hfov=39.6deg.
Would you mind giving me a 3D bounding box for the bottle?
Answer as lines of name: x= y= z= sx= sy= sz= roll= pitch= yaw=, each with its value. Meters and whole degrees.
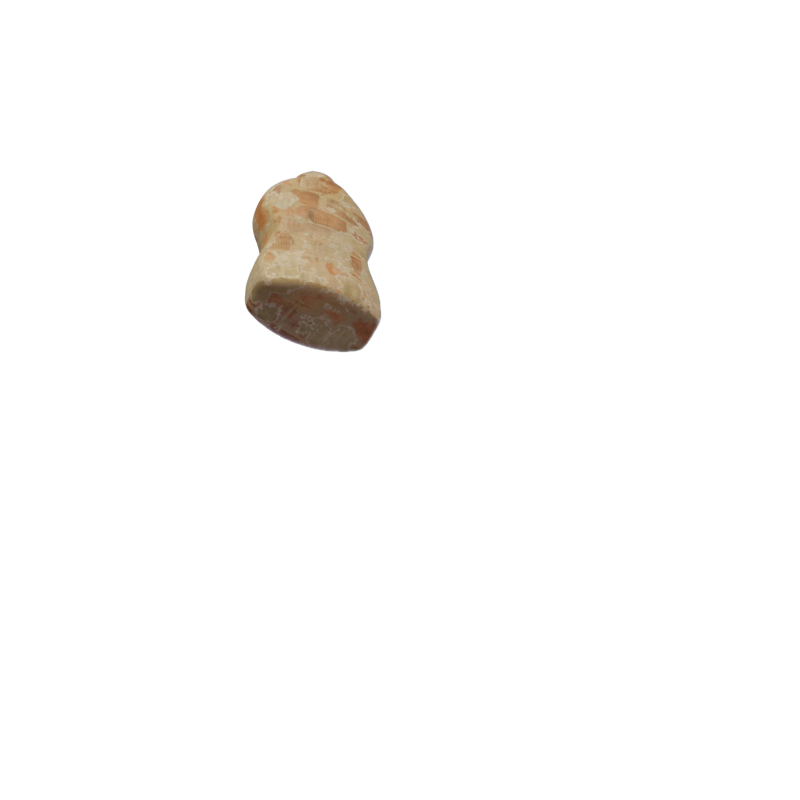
bottle: x=-0.067 y=-0.121 z=0.851 sx=0.093 sy=0.056 sz=0.205 roll=16 pitch=36 yaw=-16
